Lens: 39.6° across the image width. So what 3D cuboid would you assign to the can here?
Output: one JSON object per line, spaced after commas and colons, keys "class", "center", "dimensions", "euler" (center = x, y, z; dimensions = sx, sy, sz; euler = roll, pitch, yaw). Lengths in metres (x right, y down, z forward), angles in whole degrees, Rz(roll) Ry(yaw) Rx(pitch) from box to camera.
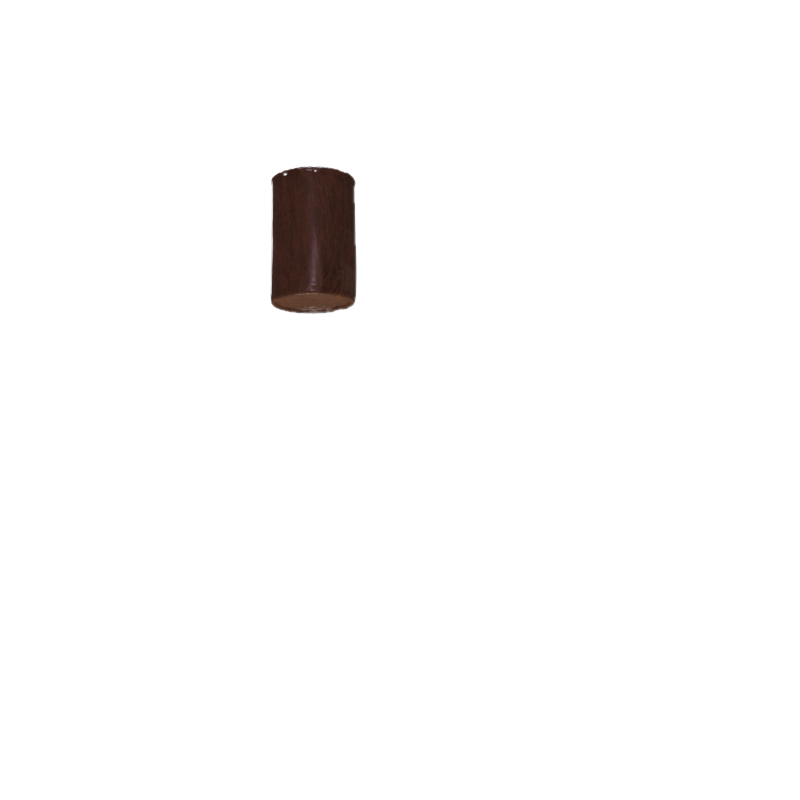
{"class": "can", "center": [-0.069, -0.125, 0.877], "dimensions": [0.068, 0.106, 0.066], "euler": [0, -14, -2]}
